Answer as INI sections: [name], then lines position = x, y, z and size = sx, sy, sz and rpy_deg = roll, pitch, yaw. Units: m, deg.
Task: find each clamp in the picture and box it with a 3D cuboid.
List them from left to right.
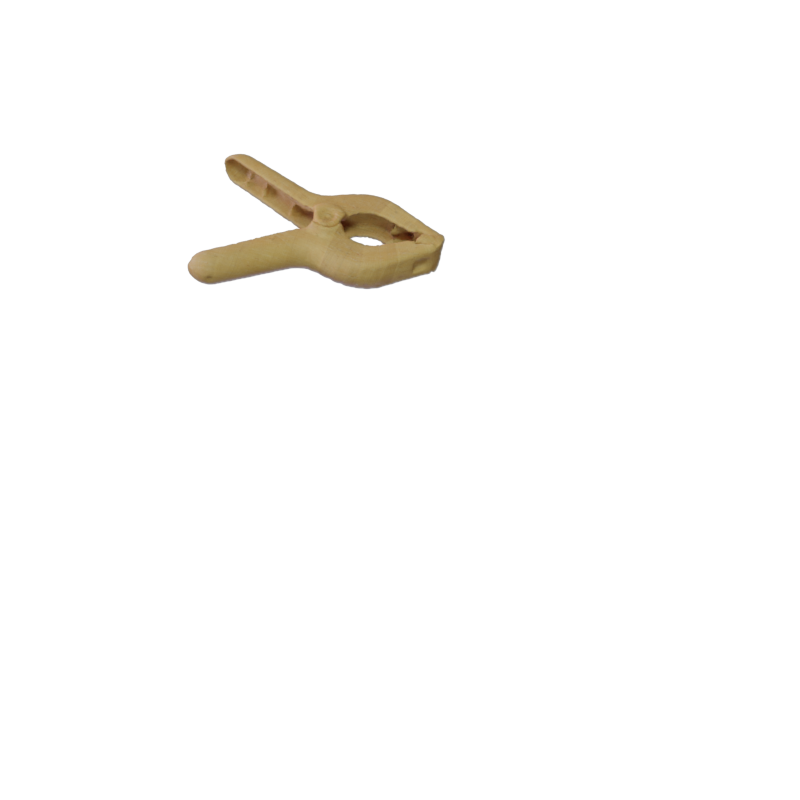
[clamp]
position = -0.060, -0.109, 0.761
size = 0.175, 0.126, 0.037
rpy_deg = 15, -35, 11
